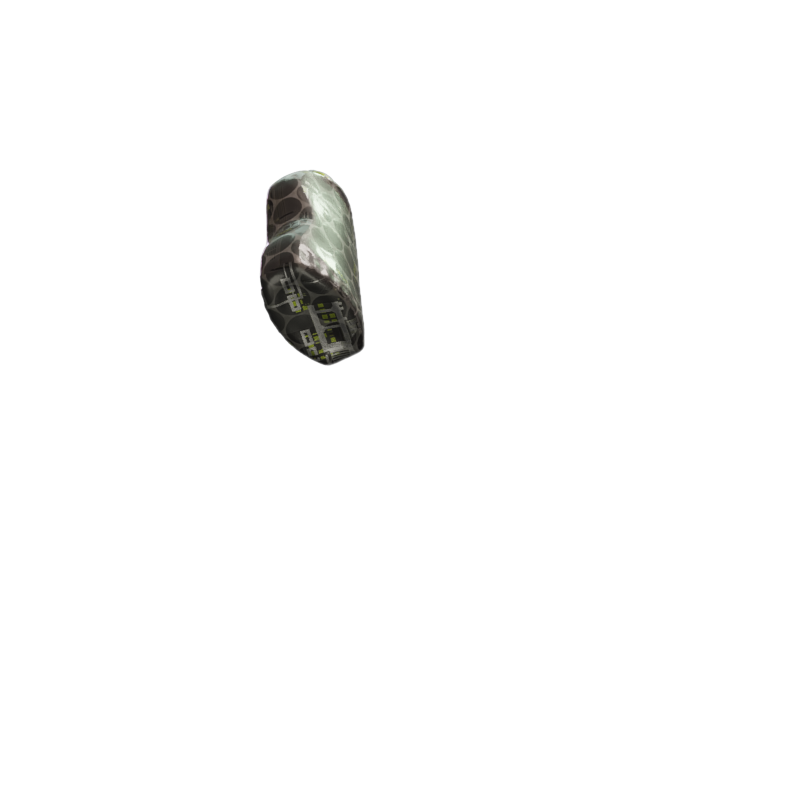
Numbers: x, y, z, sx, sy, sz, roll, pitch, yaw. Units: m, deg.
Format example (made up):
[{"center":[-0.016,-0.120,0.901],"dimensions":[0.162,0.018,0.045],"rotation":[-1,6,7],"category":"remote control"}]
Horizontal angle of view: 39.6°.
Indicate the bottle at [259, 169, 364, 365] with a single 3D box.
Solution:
[{"center":[-0.067,-0.120,0.845],"dimensions":[0.058,0.089,0.205],"rotation":[-28,35,17],"category":"bottle"}]
